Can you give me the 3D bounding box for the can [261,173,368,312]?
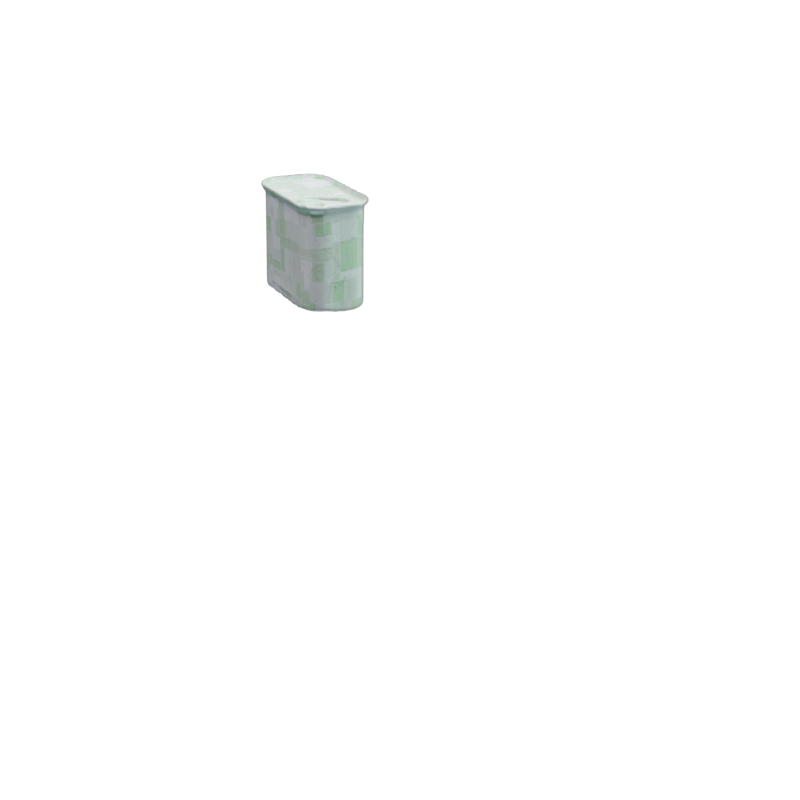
[{"bbox_3d":[-0.066,-0.121,0.850,0.056,0.080,0.109,-8,23,-25],"label":"can"}]
